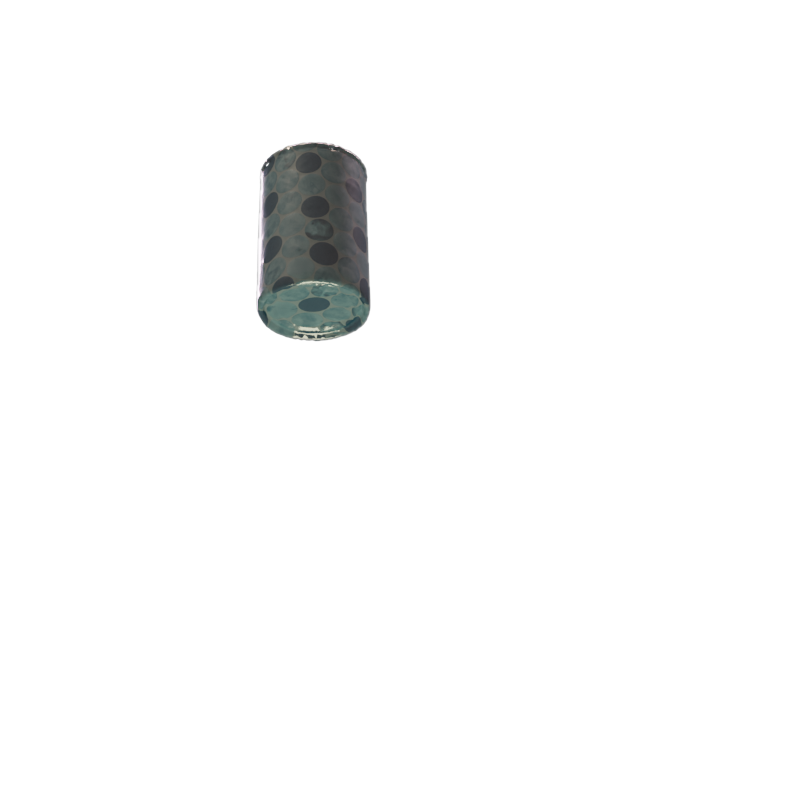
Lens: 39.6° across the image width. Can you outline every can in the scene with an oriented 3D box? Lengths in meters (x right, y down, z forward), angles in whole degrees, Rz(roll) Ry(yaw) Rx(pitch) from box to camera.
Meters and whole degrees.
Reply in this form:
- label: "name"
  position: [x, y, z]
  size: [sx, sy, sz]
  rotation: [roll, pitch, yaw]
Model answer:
- label: "can"
  position: [-0.053, -0.096, 0.671]
  size: [0.068, 0.109, 0.064]
  rotation: [-1, -32, -2]
